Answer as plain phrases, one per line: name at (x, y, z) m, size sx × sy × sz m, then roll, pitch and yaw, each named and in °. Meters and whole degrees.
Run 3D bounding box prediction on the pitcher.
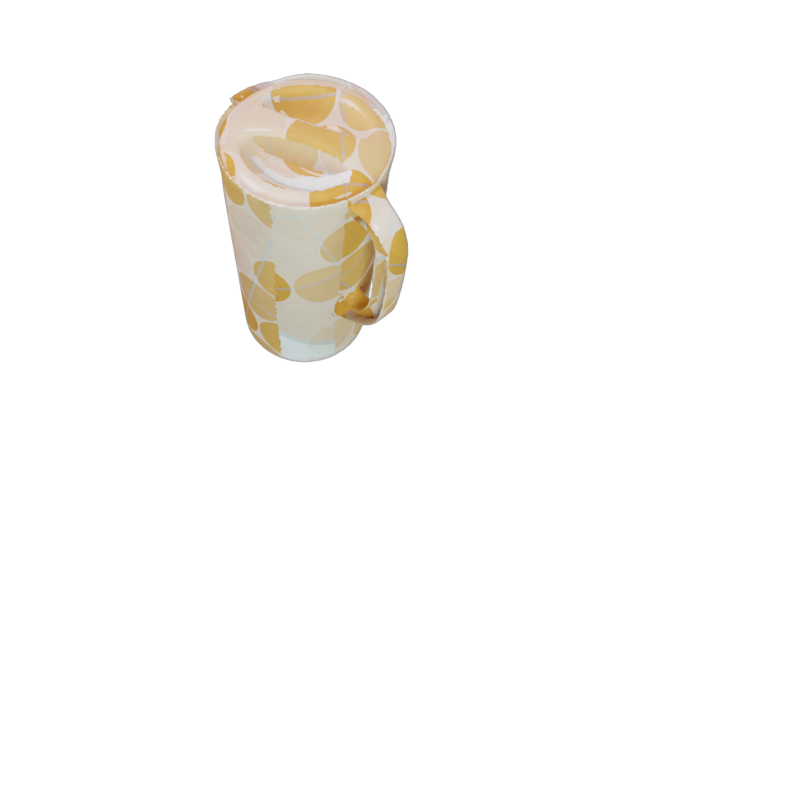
pitcher at (-0.070, -0.127, 0.893) m, size 0.145 × 0.159 × 0.227 m, roll 4°, pitch -33°, yaw -1°
